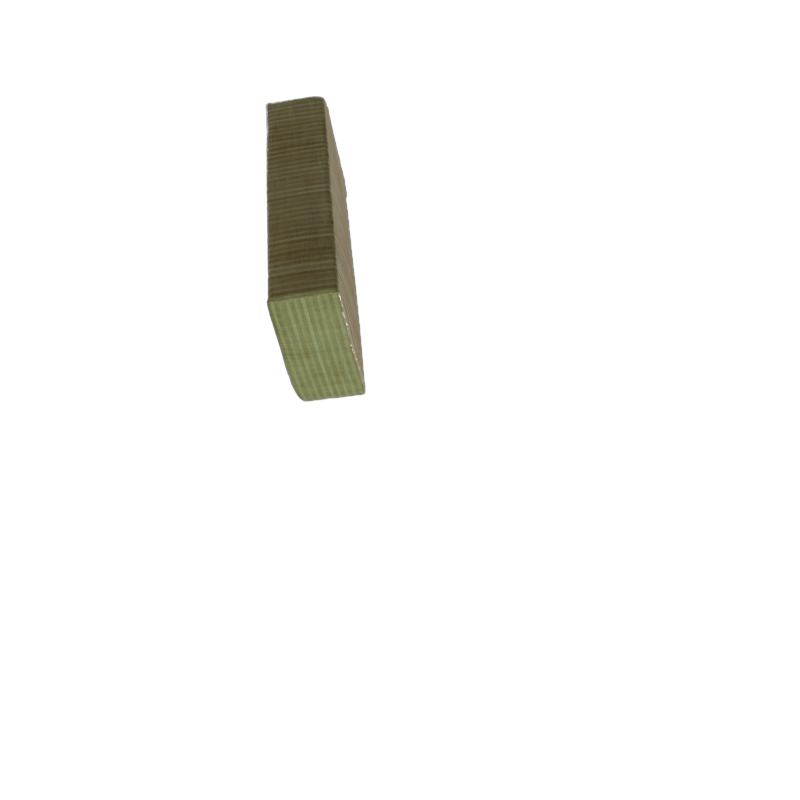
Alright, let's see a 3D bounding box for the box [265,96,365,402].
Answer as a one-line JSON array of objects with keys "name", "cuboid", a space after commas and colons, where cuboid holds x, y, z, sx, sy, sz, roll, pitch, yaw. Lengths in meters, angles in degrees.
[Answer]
[{"name": "box", "cuboid": [-0.052, -0.096, 0.674, 0.048, 0.189, 0.086, -8, -41, 5]}]
